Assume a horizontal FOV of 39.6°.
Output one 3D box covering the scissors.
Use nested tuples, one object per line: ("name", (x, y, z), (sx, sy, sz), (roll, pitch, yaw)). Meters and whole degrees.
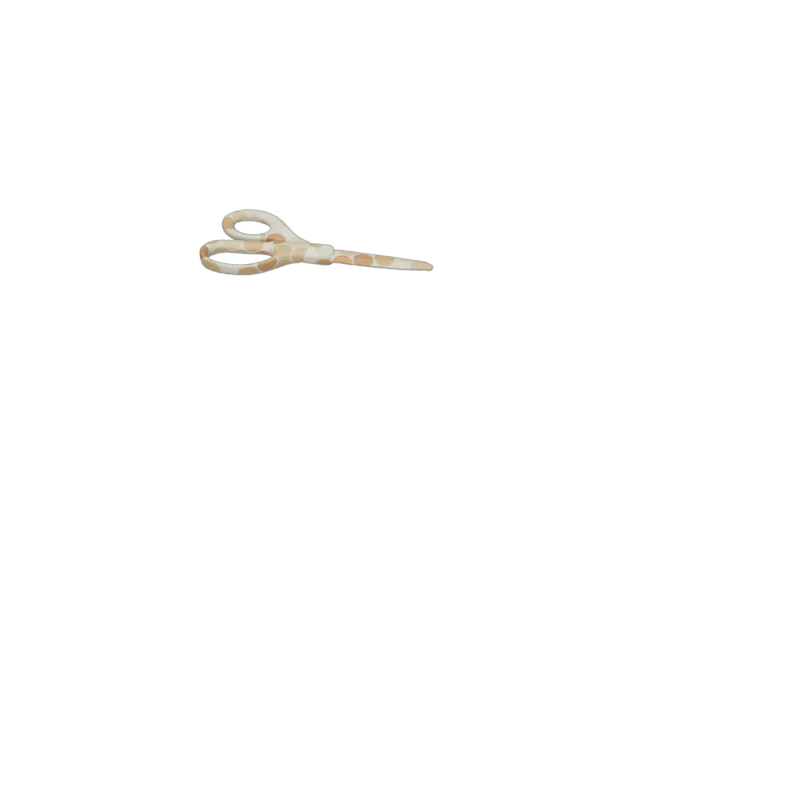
("scissors", (-0.077, -0.141, 0.989), (0.201, 0.015, 0.103), (-3, 42, -4))
